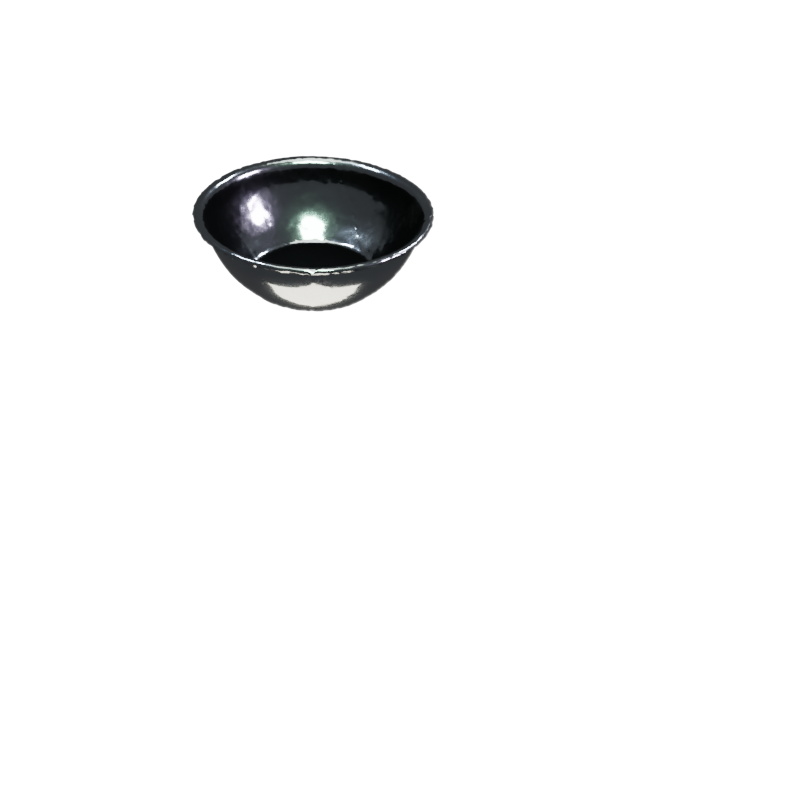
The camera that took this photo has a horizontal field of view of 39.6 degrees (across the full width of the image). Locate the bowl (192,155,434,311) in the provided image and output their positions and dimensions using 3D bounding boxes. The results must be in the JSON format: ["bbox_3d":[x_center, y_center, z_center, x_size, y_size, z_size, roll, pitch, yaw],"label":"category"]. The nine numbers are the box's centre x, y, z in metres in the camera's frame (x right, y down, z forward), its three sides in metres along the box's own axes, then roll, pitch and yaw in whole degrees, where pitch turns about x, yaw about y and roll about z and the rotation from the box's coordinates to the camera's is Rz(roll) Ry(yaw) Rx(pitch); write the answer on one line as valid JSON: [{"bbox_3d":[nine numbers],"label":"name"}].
[{"bbox_3d":[-0.059,-0.108,0.758,0.162,0.052,0.173,-1,36,-2],"label":"bowl"}]
